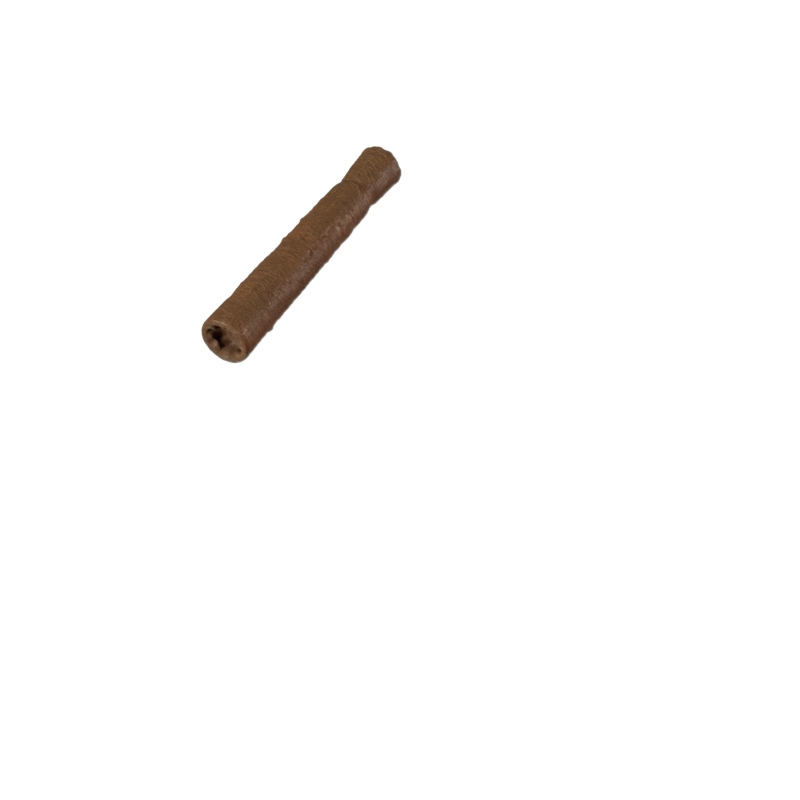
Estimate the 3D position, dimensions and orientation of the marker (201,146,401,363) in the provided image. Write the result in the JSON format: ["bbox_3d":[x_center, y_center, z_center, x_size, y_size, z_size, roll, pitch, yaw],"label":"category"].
[{"bbox_3d":[-0.032,-0.059,0.410,0.020,0.018,0.125,2,40,33],"label":"marker"}]
